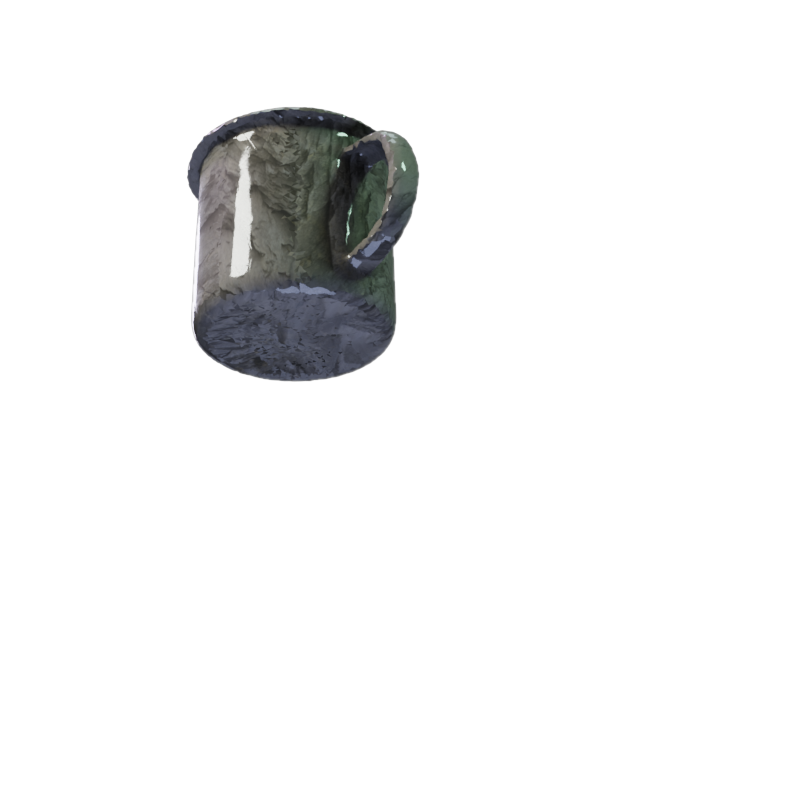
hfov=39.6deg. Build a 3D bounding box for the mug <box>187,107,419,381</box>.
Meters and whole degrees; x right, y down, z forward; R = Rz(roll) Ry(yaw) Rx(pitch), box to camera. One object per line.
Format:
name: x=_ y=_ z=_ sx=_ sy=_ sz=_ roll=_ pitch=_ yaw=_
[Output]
mug: x=-0.035 y=-0.064 z=0.450 sx=0.088 sy=0.087 sz=0.117 roll=24 pitch=-38 yaw=-37
